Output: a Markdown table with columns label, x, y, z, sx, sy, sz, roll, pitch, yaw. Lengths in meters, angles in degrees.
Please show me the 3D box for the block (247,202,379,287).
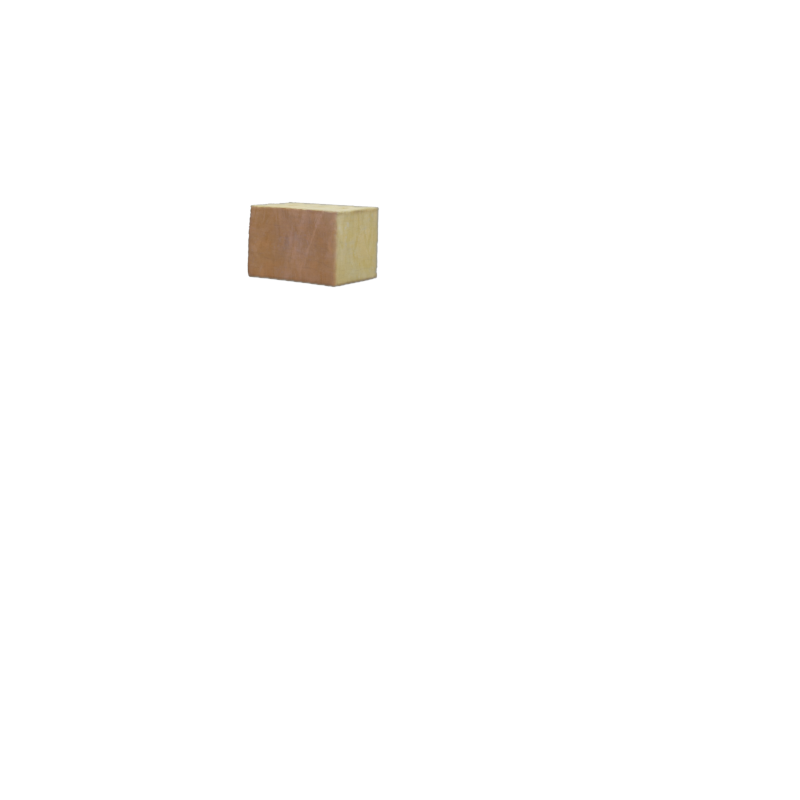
| label | x | y | z | sx | sy | sz | roll | pitch | yaw |
| --- | --- | --- | --- | --- | --- | --- | --- | --- | --- |
| block | -0.060 | -0.110 | 0.772 | 0.081 | 0.050 | 0.052 | 9 | 13 | 34 |
